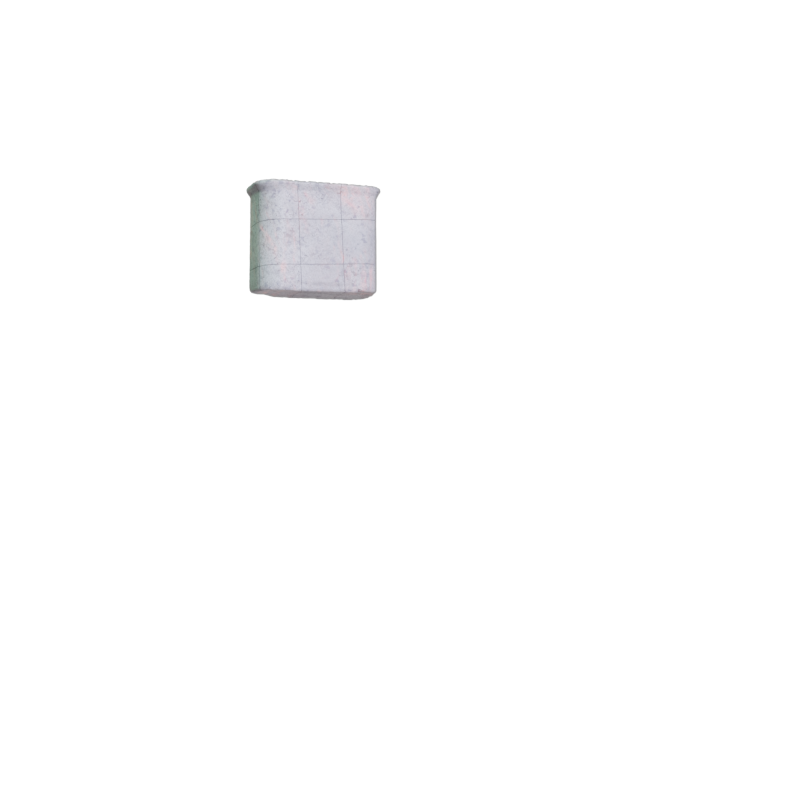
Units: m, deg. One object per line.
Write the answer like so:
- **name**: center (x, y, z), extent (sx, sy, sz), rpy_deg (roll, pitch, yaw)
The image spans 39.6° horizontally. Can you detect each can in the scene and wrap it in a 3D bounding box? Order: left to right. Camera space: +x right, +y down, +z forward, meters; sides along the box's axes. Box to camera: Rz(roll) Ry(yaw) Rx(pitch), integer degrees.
- **can**: center (-0.067, -0.123, 0.860), extent (0.099, 0.085, 0.058), rpy_deg (1, -7, -19)
